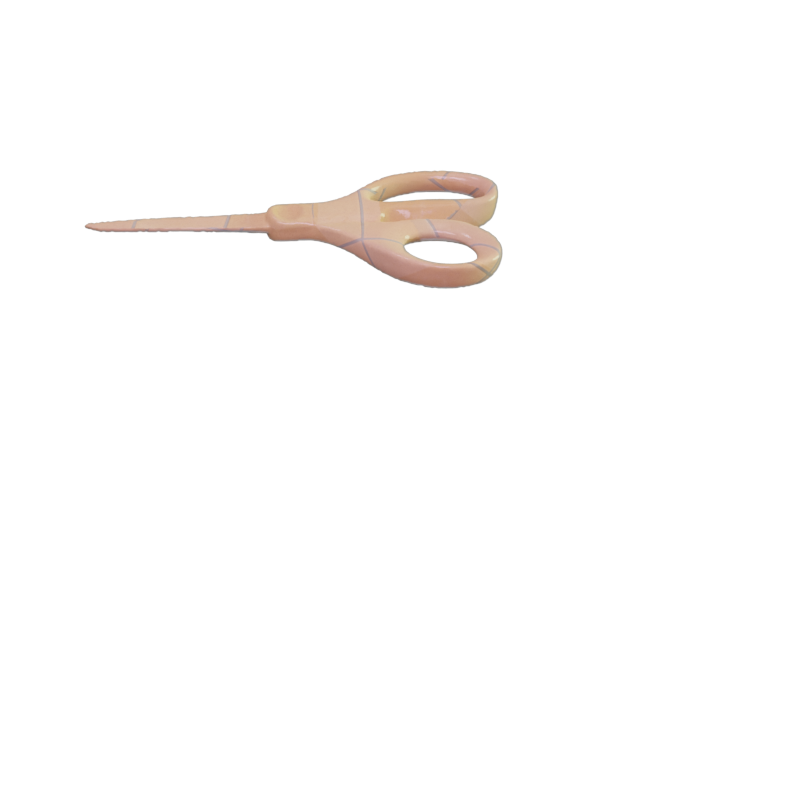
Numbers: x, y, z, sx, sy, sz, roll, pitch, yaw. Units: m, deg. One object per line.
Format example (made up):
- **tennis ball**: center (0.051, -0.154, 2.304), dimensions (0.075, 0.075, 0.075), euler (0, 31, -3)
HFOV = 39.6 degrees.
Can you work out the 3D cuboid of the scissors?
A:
- **scissors**: center (-0.041, -0.075, 0.523), dimensions (0.199, 0.015, 0.104), euler (-13, 41, -15)
